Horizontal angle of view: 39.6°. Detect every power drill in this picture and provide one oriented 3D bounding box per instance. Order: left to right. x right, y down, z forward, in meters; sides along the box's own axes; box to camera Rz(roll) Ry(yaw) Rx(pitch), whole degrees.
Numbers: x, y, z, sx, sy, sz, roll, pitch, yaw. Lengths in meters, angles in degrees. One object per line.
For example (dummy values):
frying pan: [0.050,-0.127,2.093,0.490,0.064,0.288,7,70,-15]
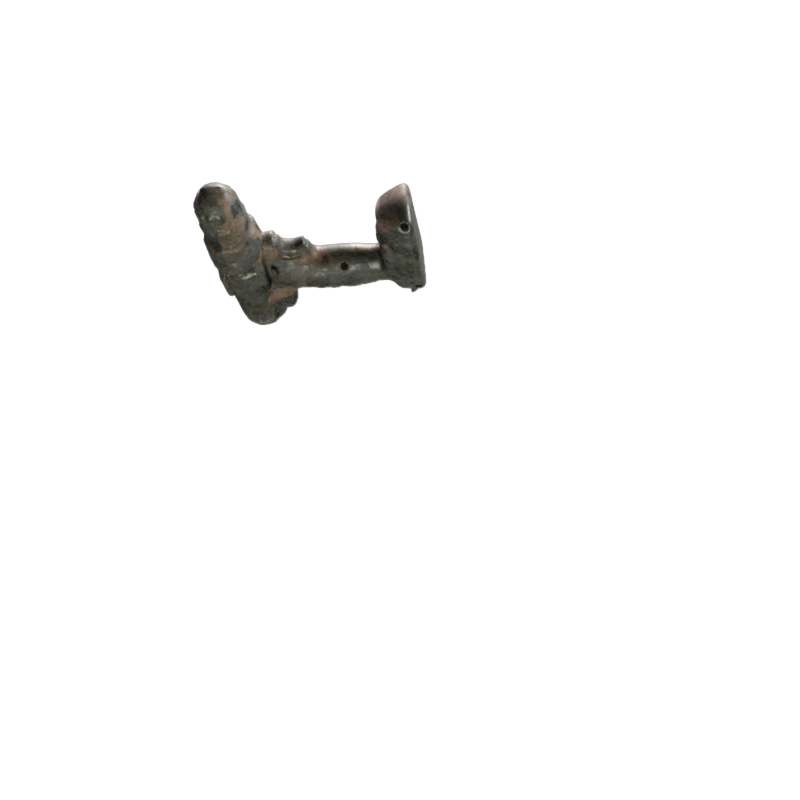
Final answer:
power drill: [-0.078,-0.142,0.992,0.189,0.061,0.171,-7,-32,10]
